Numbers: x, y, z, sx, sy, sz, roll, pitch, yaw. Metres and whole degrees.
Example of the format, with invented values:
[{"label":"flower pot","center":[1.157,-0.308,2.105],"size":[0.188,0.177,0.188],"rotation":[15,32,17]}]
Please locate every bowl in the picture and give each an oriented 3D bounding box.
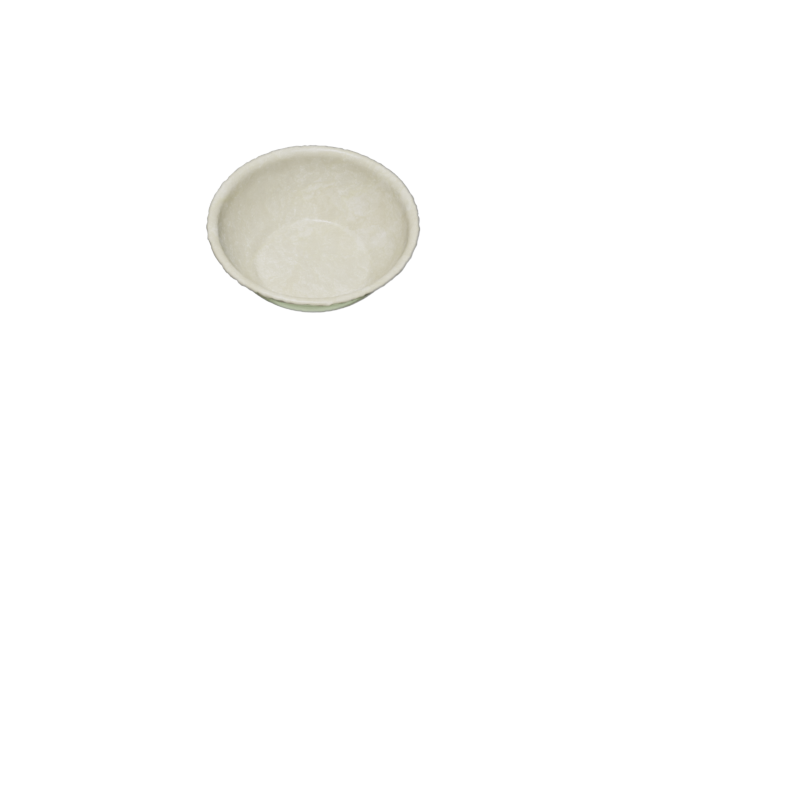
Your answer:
[{"label":"bowl","center":[-0.067,-0.123,0.859],"size":[0.162,0.174,0.051],"rotation":[-1,-37,-1]}]
